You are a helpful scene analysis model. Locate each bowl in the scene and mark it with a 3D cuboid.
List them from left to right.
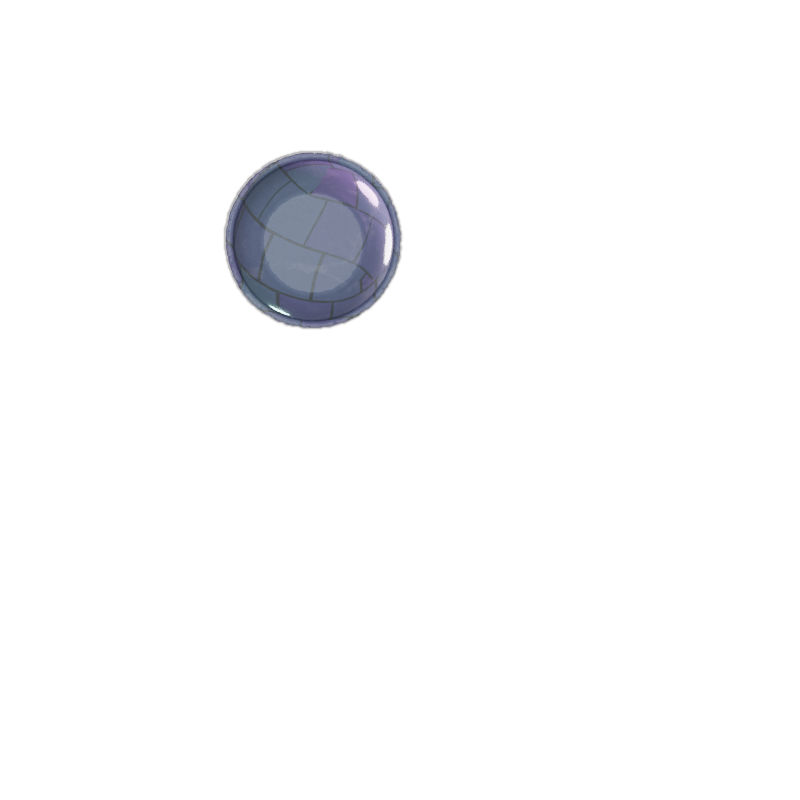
[{"bbox_3d":[-0.077,-0.141,0.988,0.162,0.161,0.055,0,3,0],"label":"bowl"}]
